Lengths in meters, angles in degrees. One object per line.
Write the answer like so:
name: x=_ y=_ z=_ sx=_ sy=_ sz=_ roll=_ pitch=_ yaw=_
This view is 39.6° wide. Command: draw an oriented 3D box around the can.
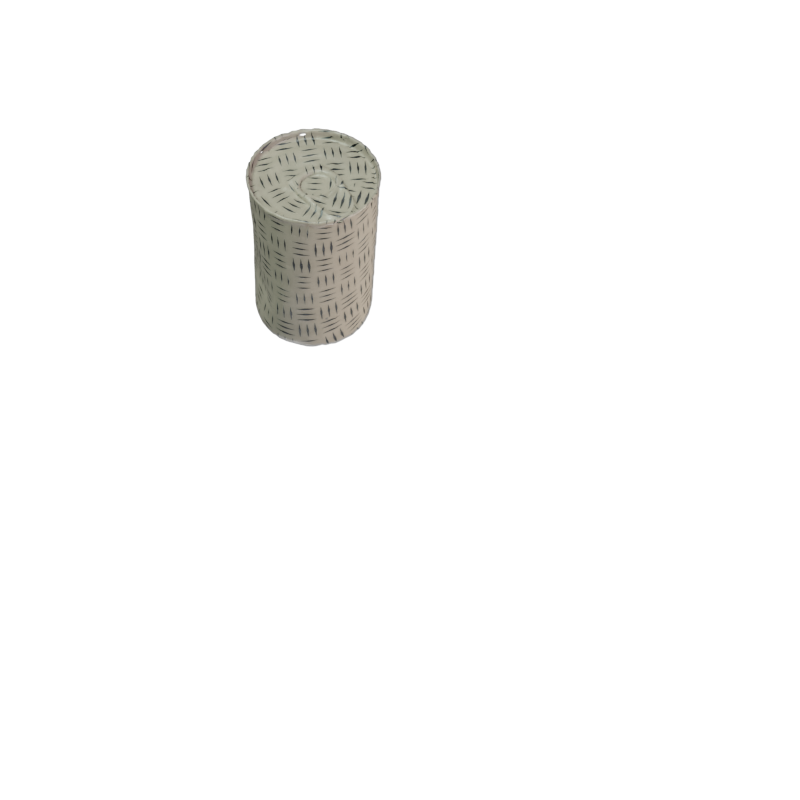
can: x=-0.046 y=-0.085 z=0.592 sx=0.068 sy=0.073 sz=0.095 roll=0 pitch=-38 yaw=-3
